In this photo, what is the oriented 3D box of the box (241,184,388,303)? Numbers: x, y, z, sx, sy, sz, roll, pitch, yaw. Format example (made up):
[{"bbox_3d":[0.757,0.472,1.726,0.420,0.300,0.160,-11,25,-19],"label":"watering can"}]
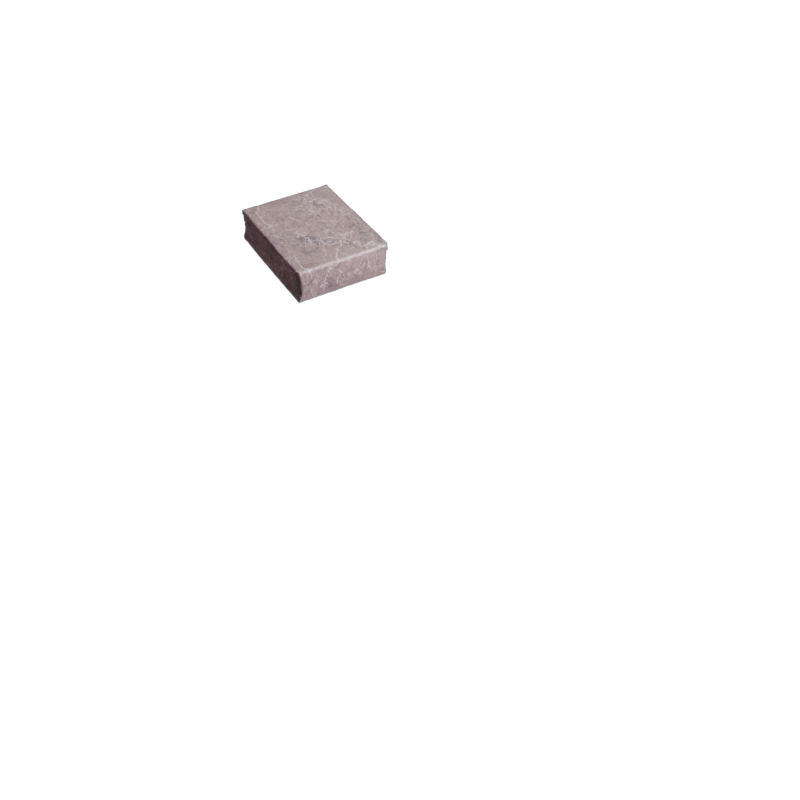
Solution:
[{"bbox_3d":[-0.078,-0.142,0.994,0.089,0.036,0.123,-20,43,-24],"label":"box"}]
